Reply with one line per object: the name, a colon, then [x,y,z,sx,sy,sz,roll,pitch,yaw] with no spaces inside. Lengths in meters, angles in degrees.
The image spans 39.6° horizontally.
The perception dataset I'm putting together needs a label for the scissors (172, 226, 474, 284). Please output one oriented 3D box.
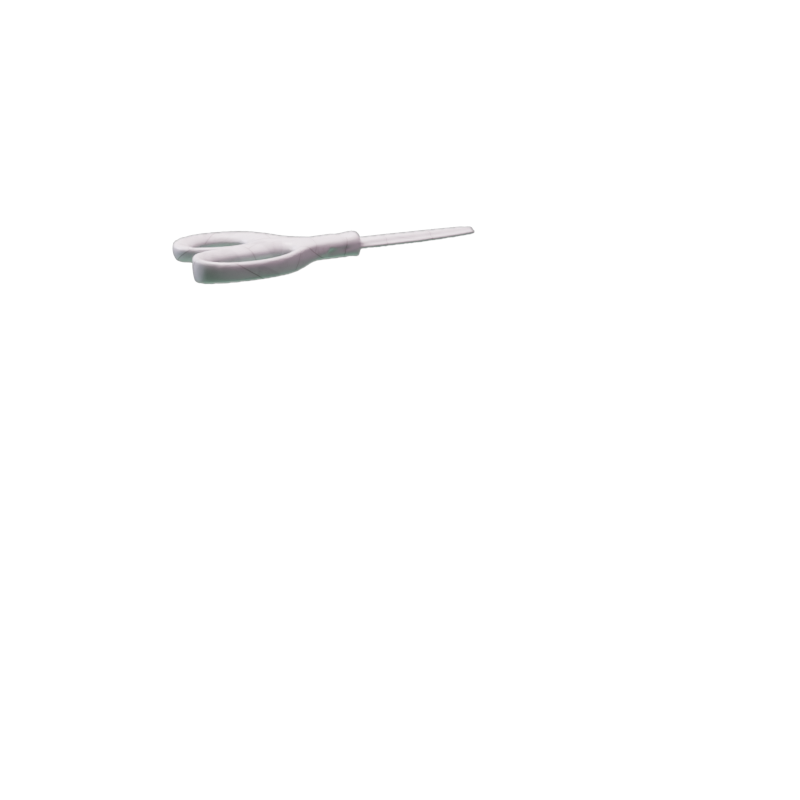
scissors: [-0.054,-0.099,0.690,0.102,0.015,0.198,18,26,41]
